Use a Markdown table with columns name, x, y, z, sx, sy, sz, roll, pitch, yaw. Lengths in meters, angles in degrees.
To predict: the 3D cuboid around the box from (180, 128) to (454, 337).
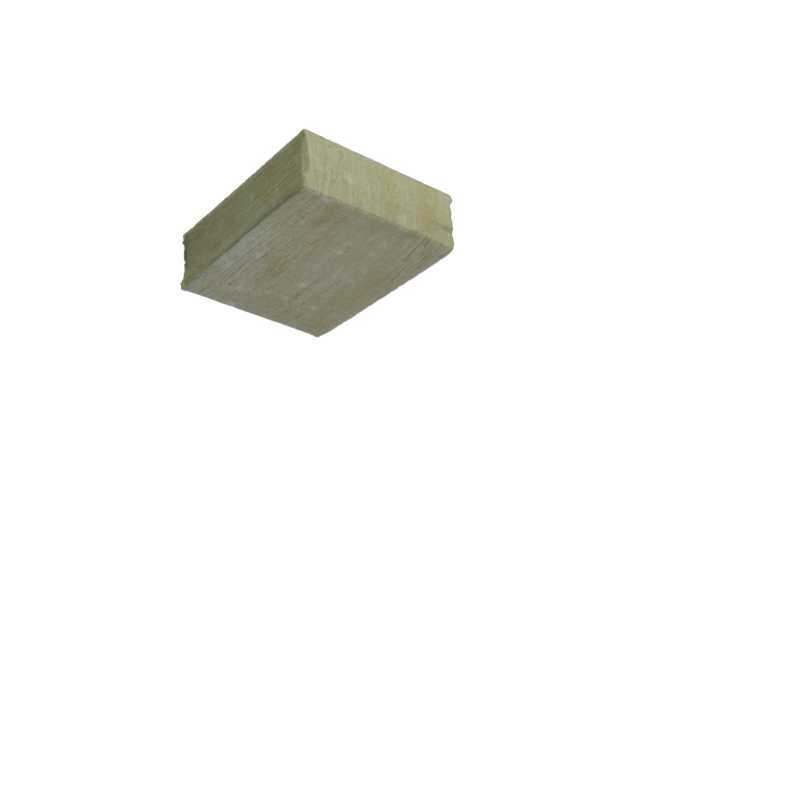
| name | x | y | z | sx | sy | sz | roll | pitch | yaw |
| --- | --- | --- | --- | --- | --- | --- | --- | --- | --- |
| box | -0.043 | -0.078 | 0.550 | 0.085 | 0.041 | 0.112 | 21 | -36 | -33 |
